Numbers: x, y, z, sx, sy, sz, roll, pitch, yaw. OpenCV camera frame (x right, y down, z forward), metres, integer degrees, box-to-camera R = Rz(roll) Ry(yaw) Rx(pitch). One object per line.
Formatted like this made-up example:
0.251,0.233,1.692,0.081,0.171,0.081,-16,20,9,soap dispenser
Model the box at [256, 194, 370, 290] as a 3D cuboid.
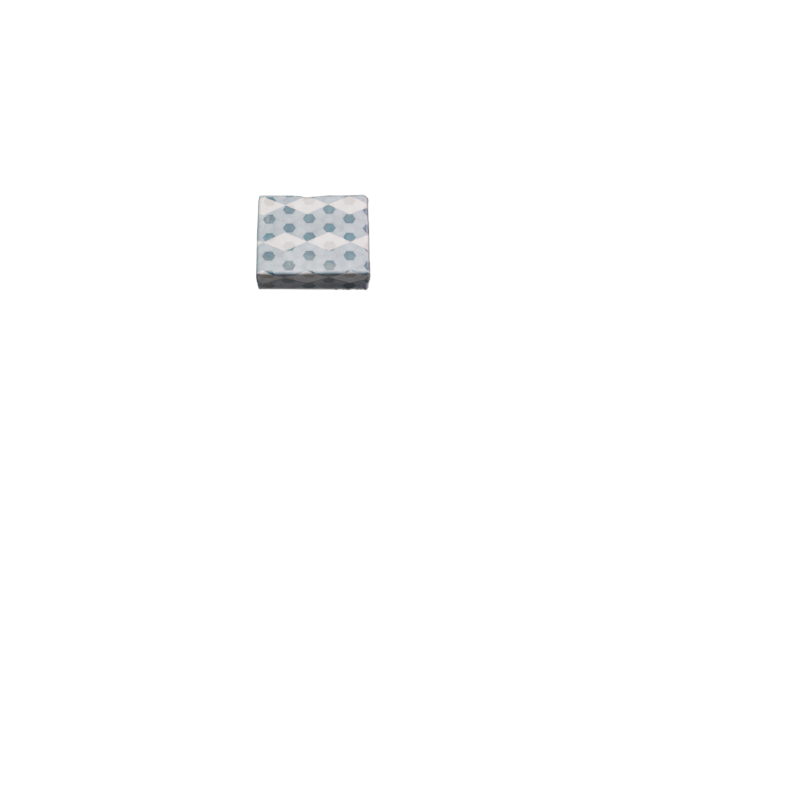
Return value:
-0.068,-0.125,0.877,0.089,0.078,0.028,-1,-29,-1,box
